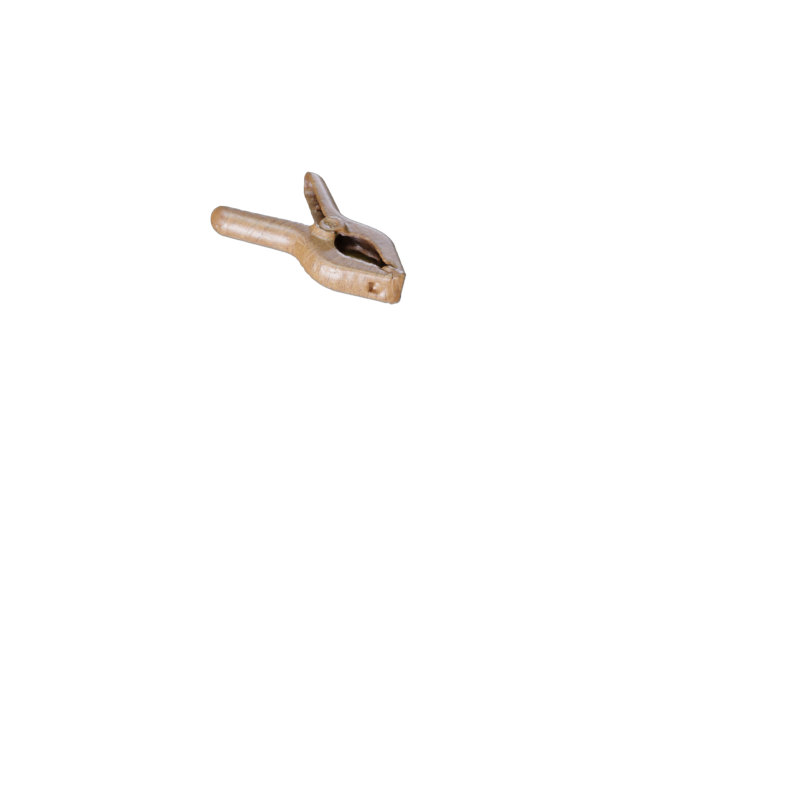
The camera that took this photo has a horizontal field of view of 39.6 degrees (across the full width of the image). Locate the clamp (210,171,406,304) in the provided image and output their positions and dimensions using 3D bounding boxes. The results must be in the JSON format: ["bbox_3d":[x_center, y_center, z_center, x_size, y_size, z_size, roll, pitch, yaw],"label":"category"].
[{"bbox_3d":[-0.071,-0.129,0.904,0.119,0.037,0.185,-25,46,-27],"label":"clamp"}]
